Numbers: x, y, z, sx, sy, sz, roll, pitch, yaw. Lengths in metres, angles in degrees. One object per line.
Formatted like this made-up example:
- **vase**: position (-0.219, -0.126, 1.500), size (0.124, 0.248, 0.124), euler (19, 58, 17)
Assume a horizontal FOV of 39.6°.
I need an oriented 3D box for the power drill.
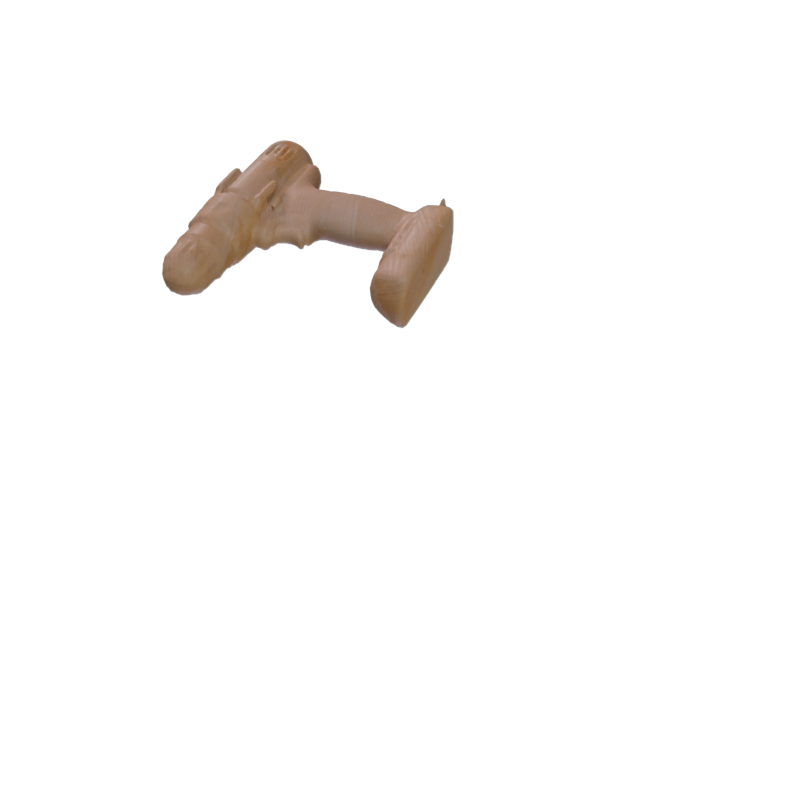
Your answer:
- **power drill**: position (-0.067, -0.122, 0.853), size (0.195, 0.053, 0.191), euler (20, 50, 18)
